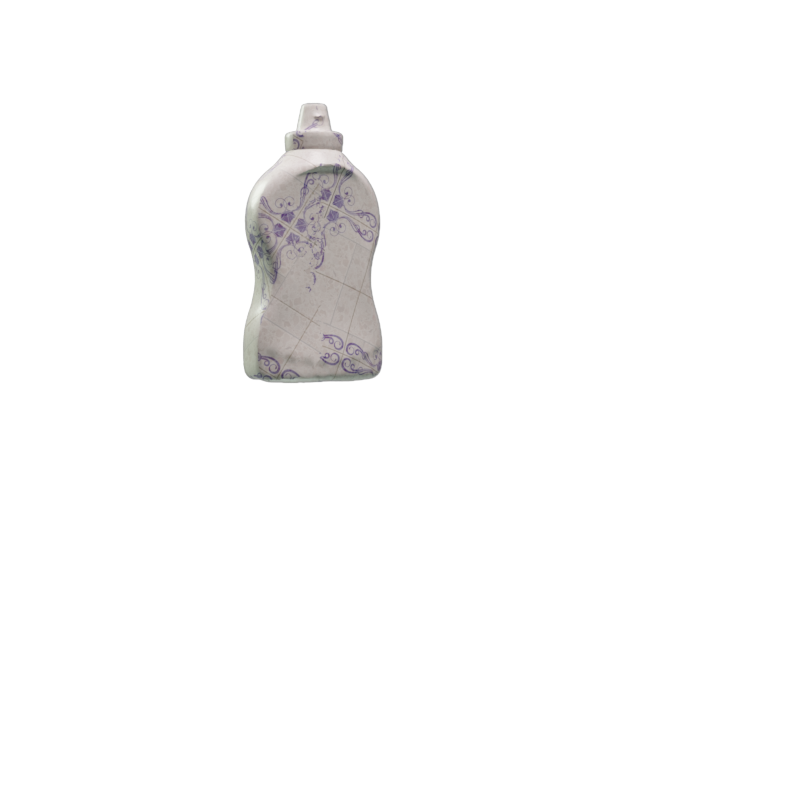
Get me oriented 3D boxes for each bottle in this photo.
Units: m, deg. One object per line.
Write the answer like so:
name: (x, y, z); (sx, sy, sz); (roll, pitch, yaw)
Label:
bottle: (-0.060, -0.110, 0.770); (0.093, 0.193, 0.060); (0, -2, -25)
